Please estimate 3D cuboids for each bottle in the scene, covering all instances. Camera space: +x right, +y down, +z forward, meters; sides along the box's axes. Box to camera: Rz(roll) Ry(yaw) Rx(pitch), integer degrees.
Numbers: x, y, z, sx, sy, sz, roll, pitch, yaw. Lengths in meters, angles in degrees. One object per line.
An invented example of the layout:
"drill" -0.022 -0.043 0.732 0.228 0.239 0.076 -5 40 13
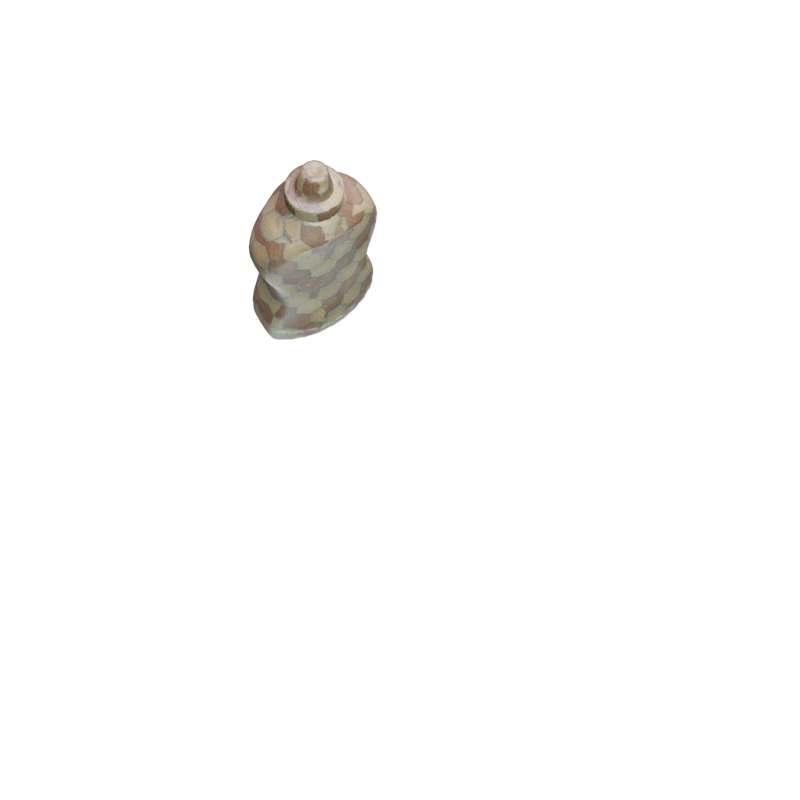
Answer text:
"bottle" -0.063 -0.114 0.804 0.096 0.062 0.181 -28 -19 -15
